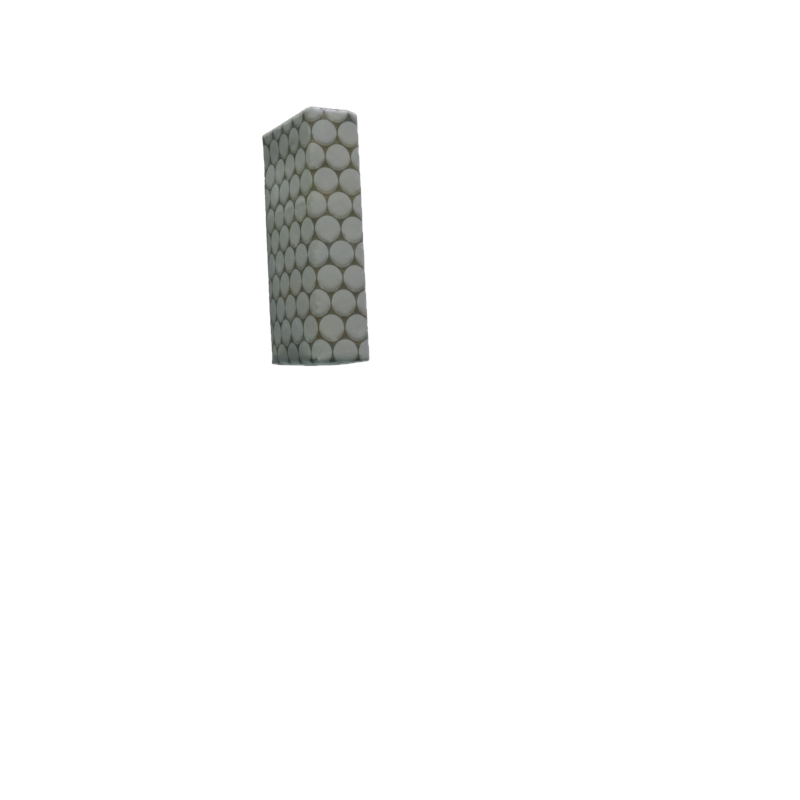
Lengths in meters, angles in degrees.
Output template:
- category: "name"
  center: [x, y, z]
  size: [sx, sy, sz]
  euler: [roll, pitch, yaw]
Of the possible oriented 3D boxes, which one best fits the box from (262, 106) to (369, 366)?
- category: "box"
  center: [-0.062, -0.114, 0.796]
  size: [0.046, 0.179, 0.095]
  euler: [3, -7, -27]
